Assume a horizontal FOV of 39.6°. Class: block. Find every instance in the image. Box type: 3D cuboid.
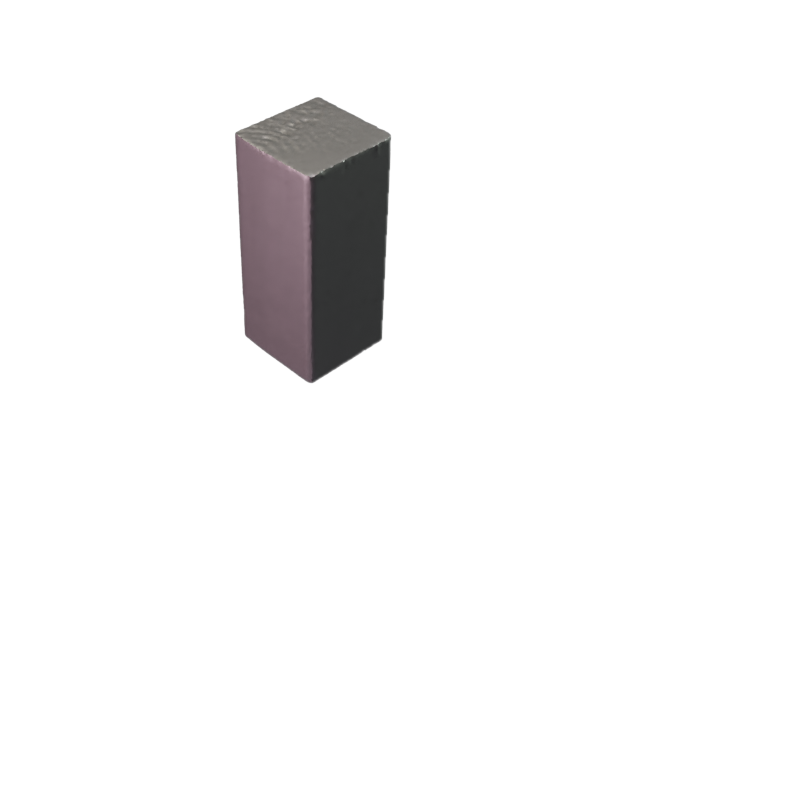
[{"bbox_3d":[-0.071,-0.130,0.914,0.091,0.192,0.096,-30,49,-34],"label":"block"}]
